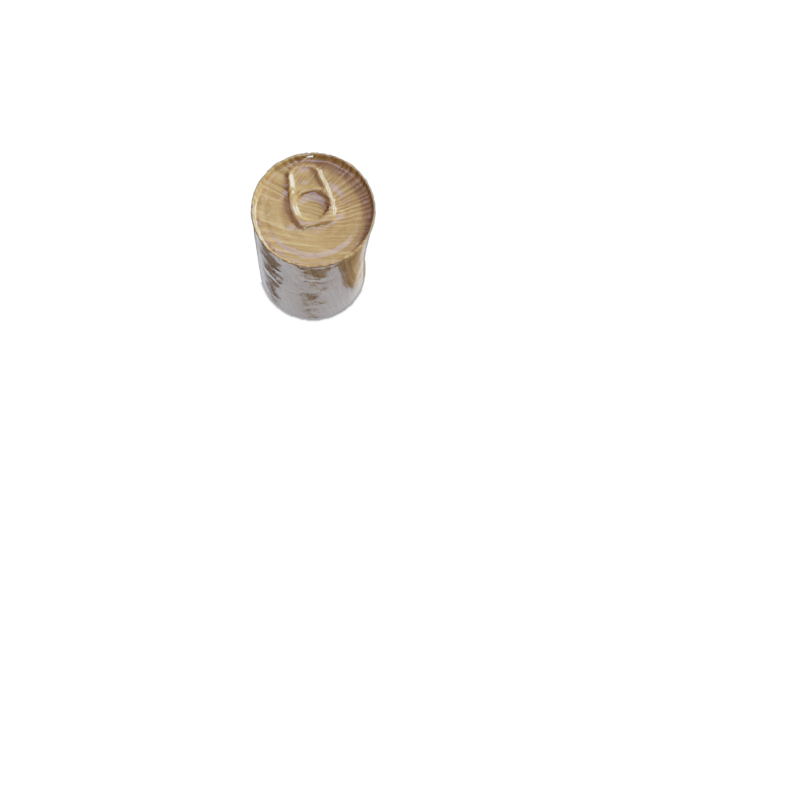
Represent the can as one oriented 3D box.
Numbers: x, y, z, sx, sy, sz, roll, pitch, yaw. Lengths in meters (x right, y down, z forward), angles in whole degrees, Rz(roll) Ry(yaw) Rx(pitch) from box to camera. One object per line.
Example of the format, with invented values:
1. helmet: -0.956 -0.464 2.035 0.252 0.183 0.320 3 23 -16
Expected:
1. can: -0.051 -0.092 0.647 0.068 0.072 0.098 0 -16 -3
